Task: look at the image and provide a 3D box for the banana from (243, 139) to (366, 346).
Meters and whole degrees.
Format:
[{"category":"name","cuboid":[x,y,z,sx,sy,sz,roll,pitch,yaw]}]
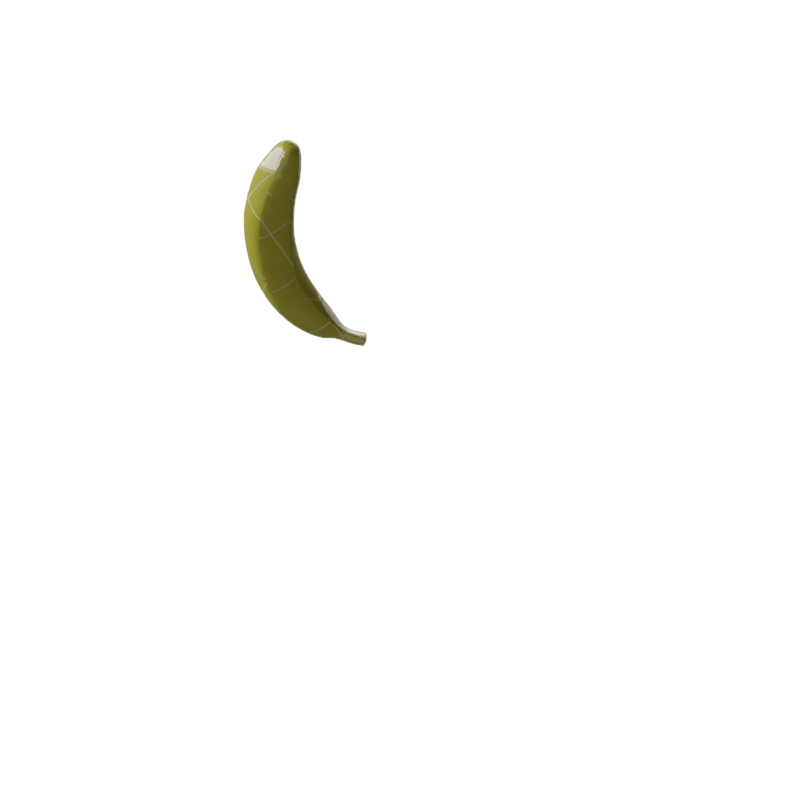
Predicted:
[{"category":"banana","cuboid":[-0.082,-0.113,0.840,0.070,0.183,0.039,-12,42,10]}]
